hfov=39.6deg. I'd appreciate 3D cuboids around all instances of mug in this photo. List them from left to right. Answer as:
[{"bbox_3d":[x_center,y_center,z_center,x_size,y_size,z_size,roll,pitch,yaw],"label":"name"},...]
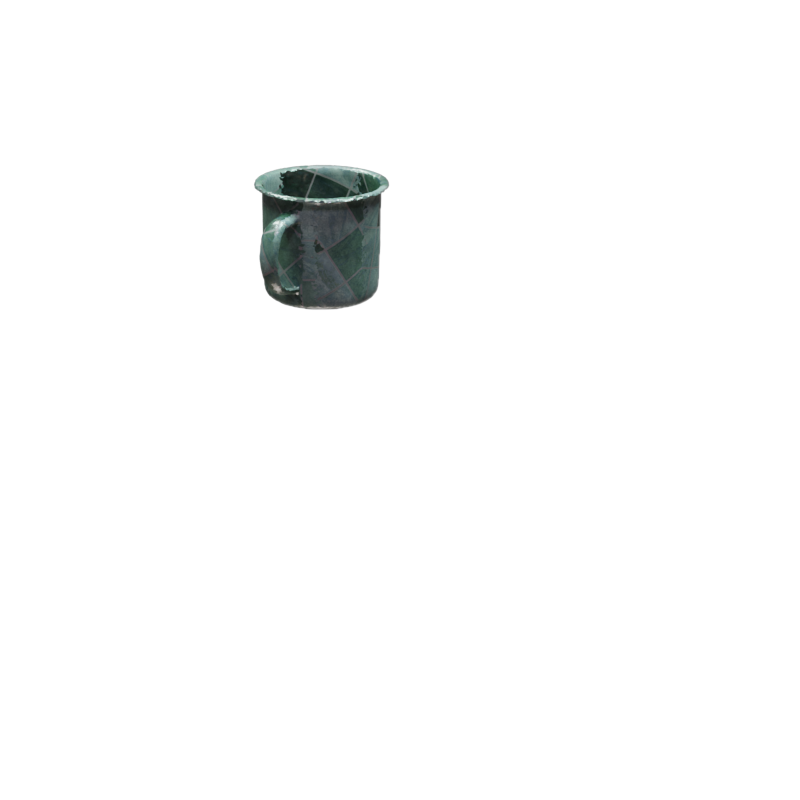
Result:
[{"bbox_3d":[-0.060,-0.109,0.765,0.097,0.078,0.118,11,26,23],"label":"mug"}]
